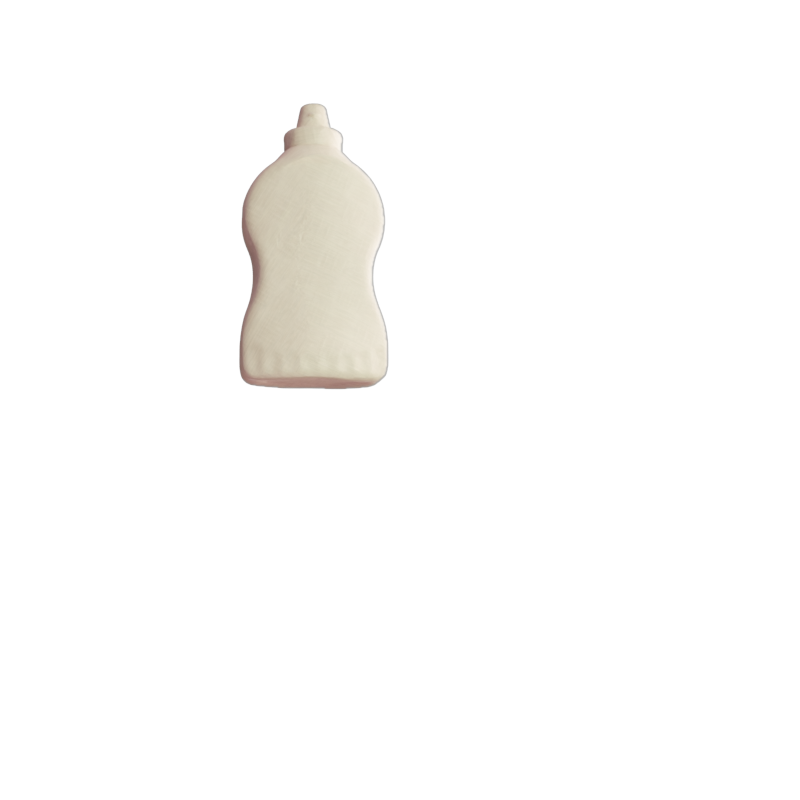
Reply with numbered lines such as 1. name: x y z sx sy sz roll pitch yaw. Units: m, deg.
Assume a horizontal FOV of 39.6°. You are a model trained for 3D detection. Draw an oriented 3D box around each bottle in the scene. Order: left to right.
1. bottle: -0.058 -0.106 0.742 0.095 0.198 0.057 1 -14 -6
